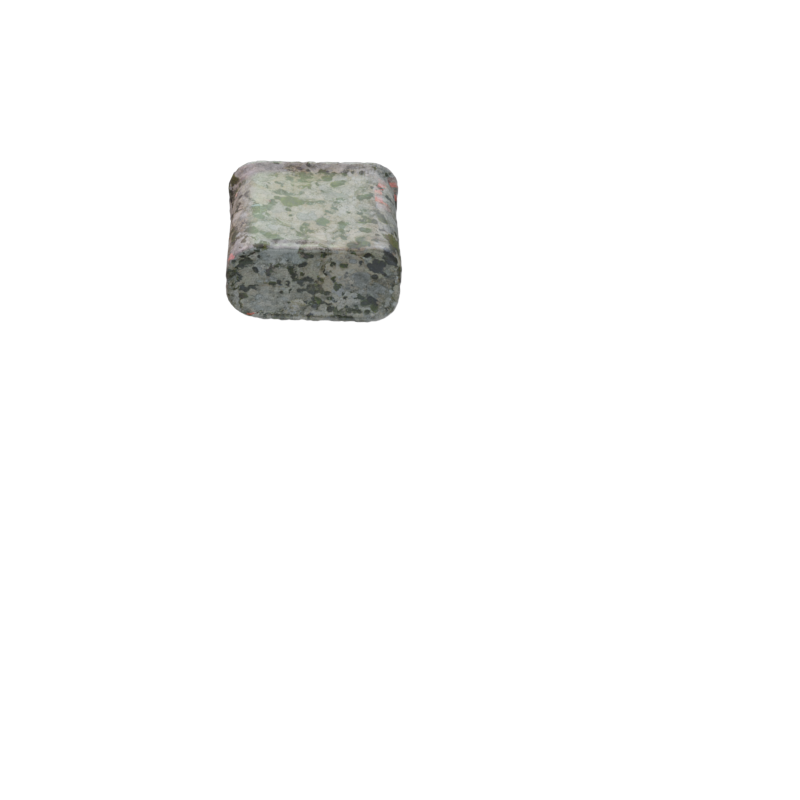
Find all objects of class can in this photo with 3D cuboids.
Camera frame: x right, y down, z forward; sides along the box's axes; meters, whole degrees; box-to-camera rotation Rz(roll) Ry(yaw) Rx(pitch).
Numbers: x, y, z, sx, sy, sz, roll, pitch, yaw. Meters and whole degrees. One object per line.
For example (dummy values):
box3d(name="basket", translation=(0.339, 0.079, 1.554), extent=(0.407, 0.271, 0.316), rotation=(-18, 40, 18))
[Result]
box3d(name="can", translation=(-0.050, -0.091, 0.638), extent=(0.102, 0.054, 0.090), rotation=(1, 41, -2))
